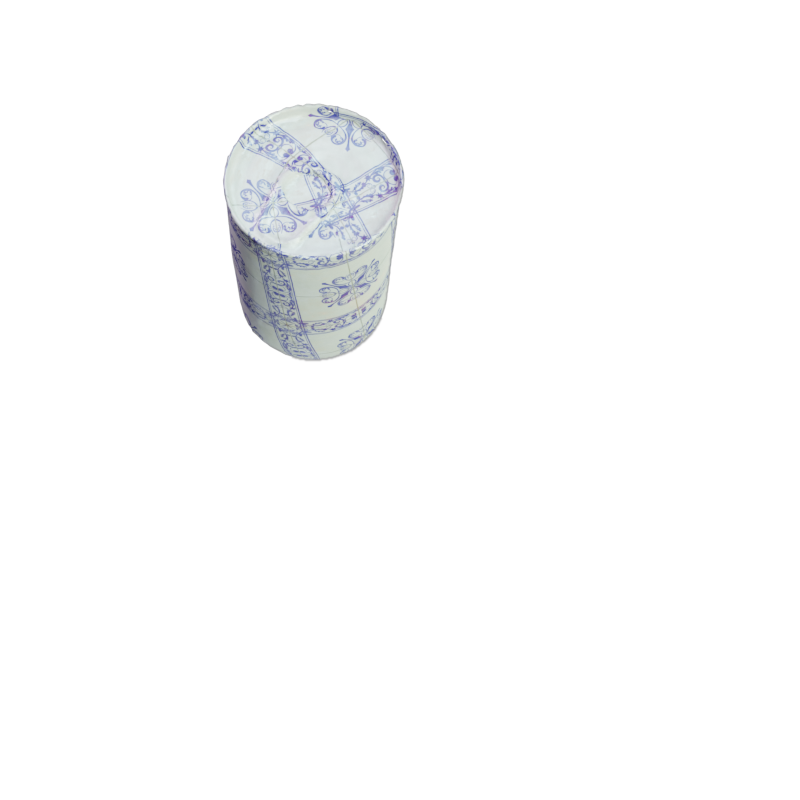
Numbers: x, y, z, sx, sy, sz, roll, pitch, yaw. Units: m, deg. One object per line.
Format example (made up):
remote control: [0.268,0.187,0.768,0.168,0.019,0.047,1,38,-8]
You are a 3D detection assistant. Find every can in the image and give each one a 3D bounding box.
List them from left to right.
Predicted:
can: [-0.036,-0.065,0.459,0.068,0.072,0.097,0,-23,-3]
